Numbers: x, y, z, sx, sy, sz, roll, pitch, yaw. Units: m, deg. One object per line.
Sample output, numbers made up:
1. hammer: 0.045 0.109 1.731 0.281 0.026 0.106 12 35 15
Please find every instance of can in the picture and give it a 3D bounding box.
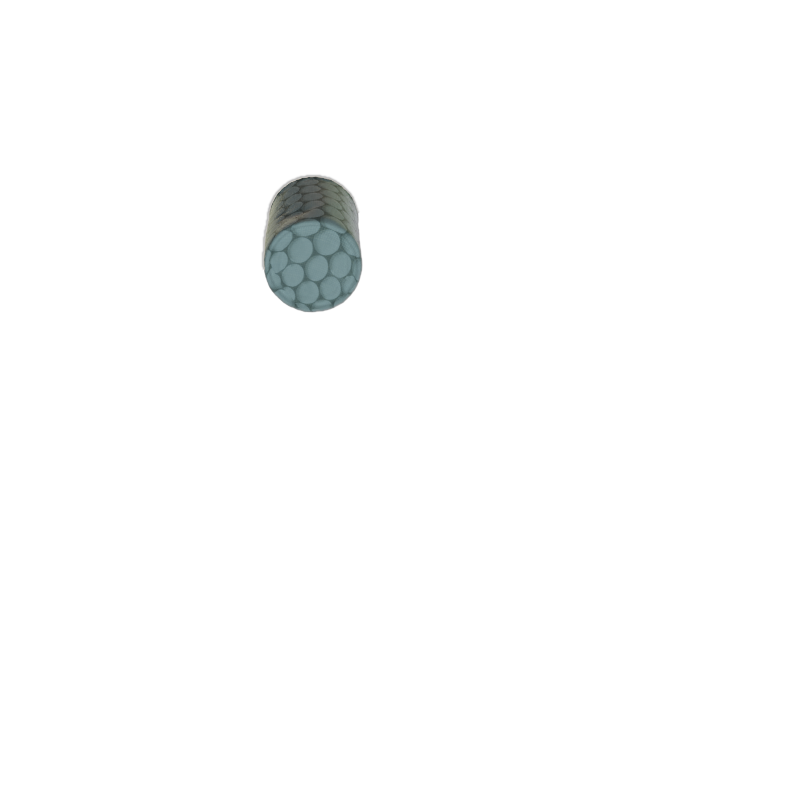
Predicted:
1. can: -0.061 -0.112 0.783 0.068 0.065 0.108 0 25 -3
